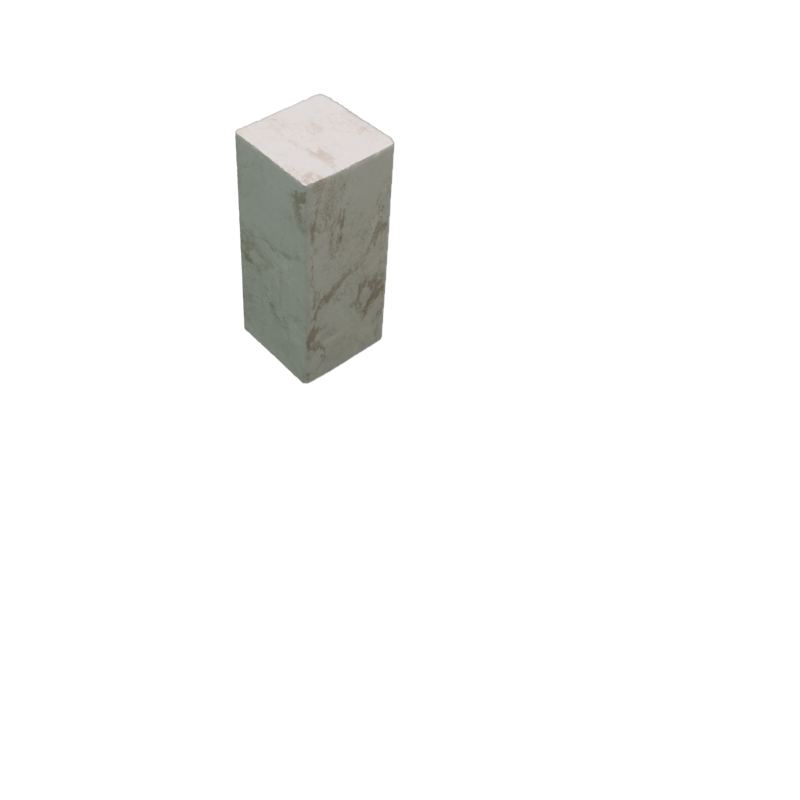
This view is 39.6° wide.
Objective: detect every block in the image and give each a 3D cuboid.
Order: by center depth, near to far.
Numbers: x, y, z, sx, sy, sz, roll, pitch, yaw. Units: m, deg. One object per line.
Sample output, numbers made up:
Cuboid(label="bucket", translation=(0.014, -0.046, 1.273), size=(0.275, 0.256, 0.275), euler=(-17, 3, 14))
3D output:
Cuboid(label="block", translation=(-0.070, -0.128, 0.897), size=(0.090, 0.192, 0.097), euler=(-29, 52, -30))
